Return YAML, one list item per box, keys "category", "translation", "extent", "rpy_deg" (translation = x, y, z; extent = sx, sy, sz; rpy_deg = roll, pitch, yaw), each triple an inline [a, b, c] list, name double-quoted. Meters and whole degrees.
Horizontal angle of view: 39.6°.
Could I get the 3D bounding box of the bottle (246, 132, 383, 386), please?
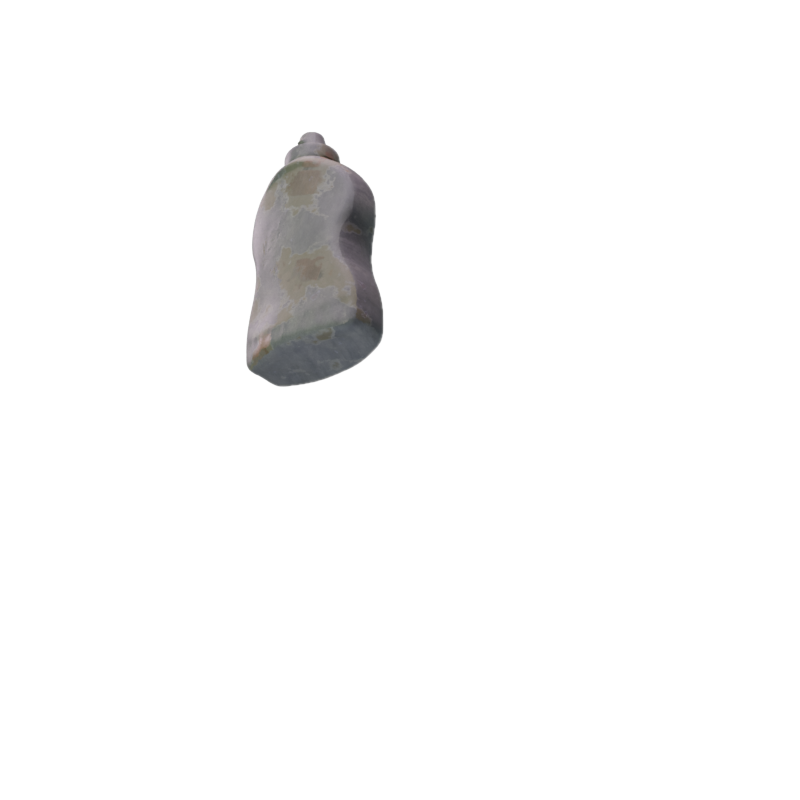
- category: "bottle"
  translation: [-0.061, -0.111, 0.773]
  extent: [0.096, 0.205, 0.054]
  rpy_deg: [-26, -40, 31]
